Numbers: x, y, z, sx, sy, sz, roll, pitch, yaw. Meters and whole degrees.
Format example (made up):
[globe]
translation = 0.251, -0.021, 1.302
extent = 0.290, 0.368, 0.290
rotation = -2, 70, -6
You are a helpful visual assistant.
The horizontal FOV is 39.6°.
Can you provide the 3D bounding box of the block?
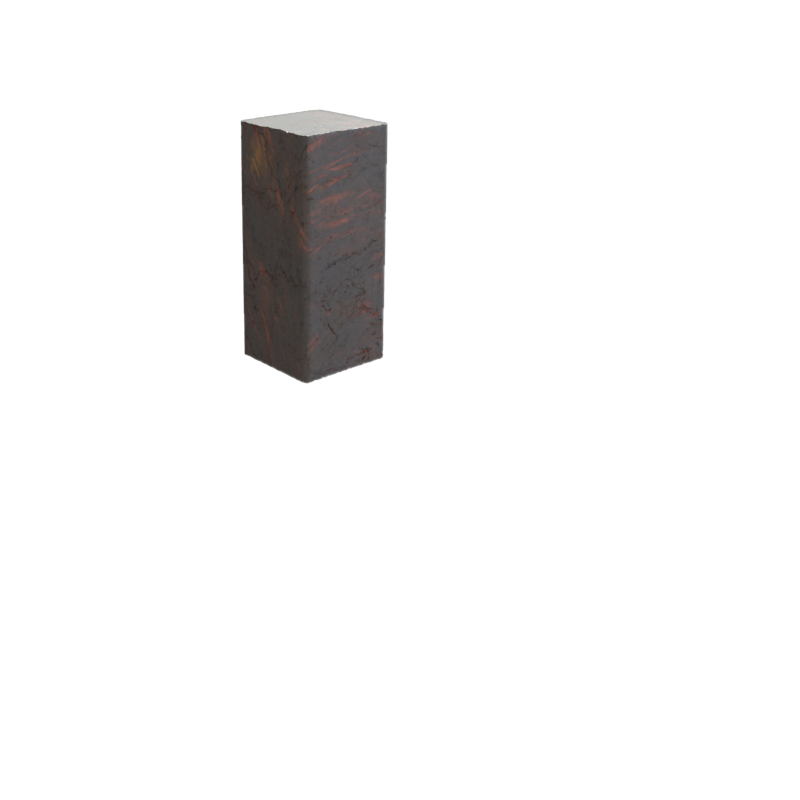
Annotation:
[block]
translation = -0.074, -0.134, 0.936
extent = 0.089, 0.198, 0.096
rotation = -15, 25, -40
